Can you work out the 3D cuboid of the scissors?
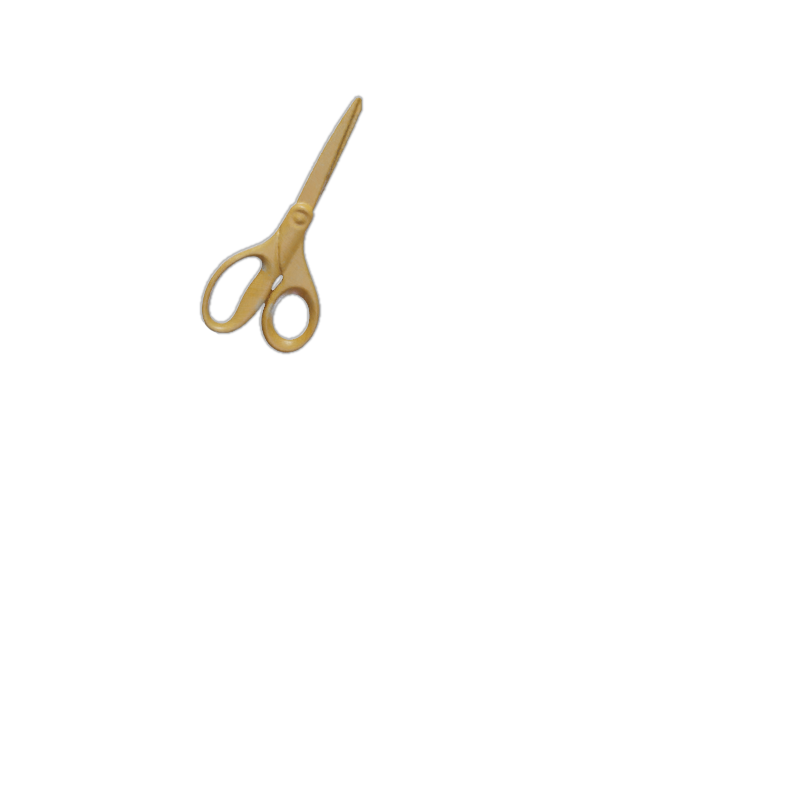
[{"bbox_3d":[-0.064,-0.116,0.814,0.094,0.200,0.016,42,9,-9],"label":"scissors"}]
